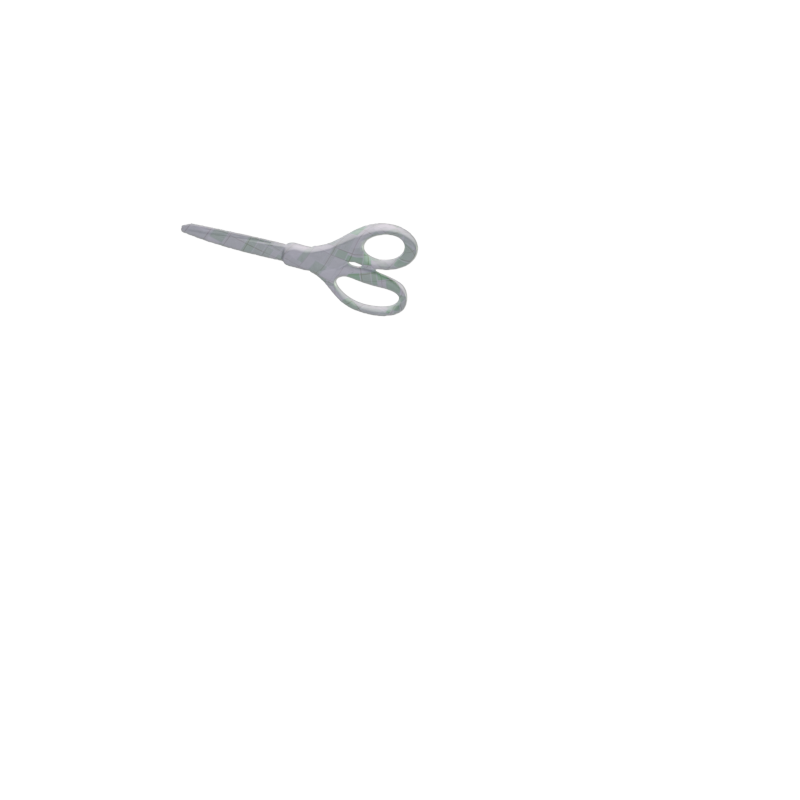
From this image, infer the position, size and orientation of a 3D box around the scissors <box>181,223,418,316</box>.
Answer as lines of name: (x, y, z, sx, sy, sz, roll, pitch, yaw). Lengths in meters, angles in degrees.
scissors: (-0.073, -0.132, 0.928, 0.195, 0.093, 0.017, 27, 29, -17)
